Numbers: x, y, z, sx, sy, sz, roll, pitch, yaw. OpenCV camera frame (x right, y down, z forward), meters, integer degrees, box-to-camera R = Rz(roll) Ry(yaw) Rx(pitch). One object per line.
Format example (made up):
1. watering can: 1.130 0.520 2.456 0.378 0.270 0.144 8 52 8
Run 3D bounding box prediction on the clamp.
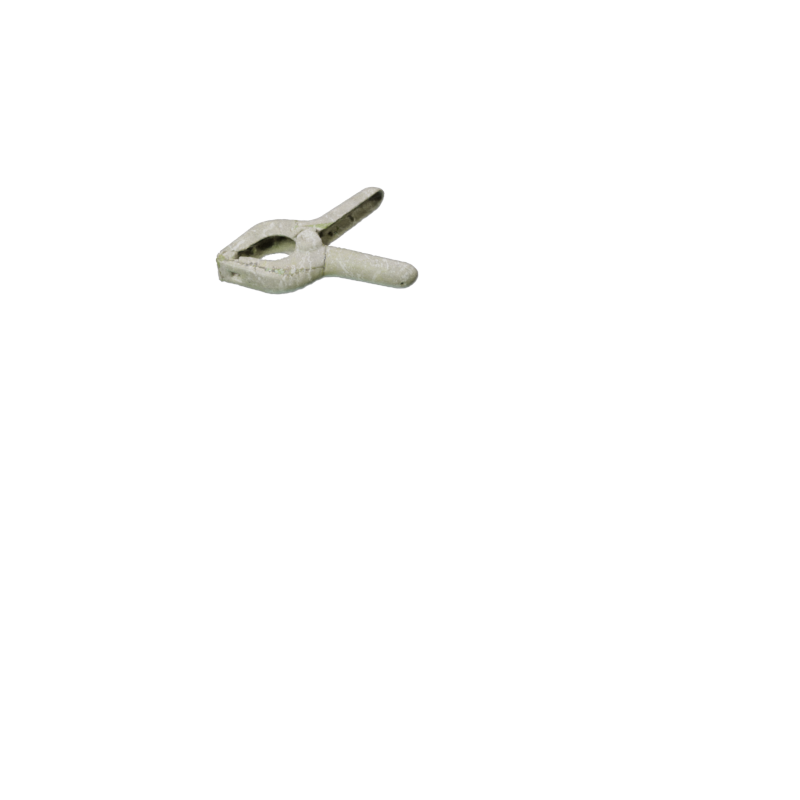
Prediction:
1. clamp: -0.077 -0.140 0.978 0.170 0.037 0.129 -4 43 -4
